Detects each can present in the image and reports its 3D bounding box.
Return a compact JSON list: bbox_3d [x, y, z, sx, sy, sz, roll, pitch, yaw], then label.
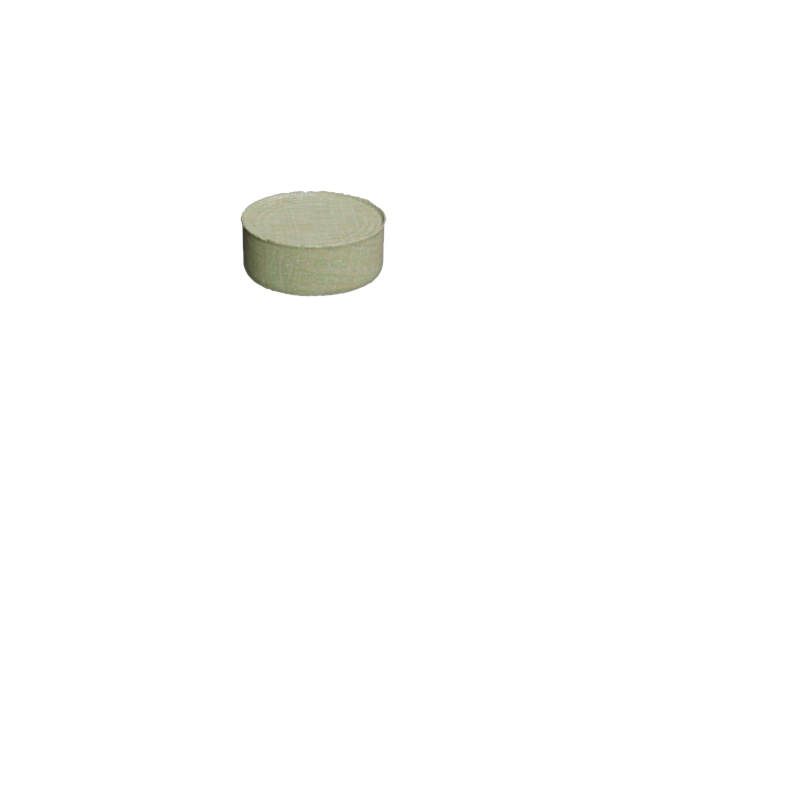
[{"bbox_3d":[-0.052,-0.095,0.662,0.086,0.032,0.091,-1,29,-2],"label":"can"}]
